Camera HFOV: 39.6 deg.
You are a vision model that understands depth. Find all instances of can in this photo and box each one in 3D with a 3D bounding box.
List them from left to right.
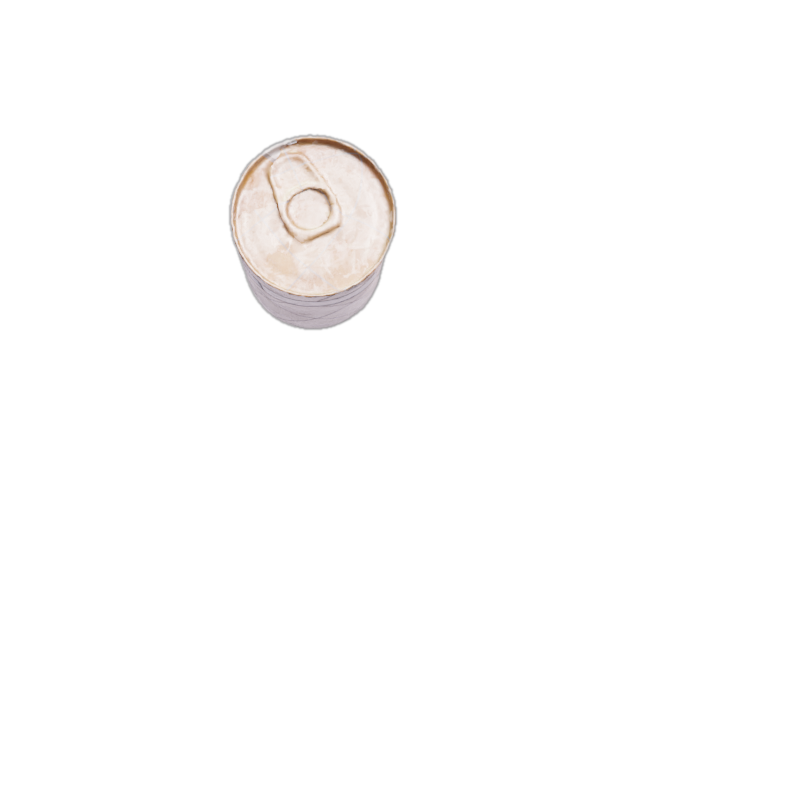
[{"bbox_3d":[-0.039,-0.071,0.500,0.068,0.070,0.100,0,-7,-3],"label":"can"}]
